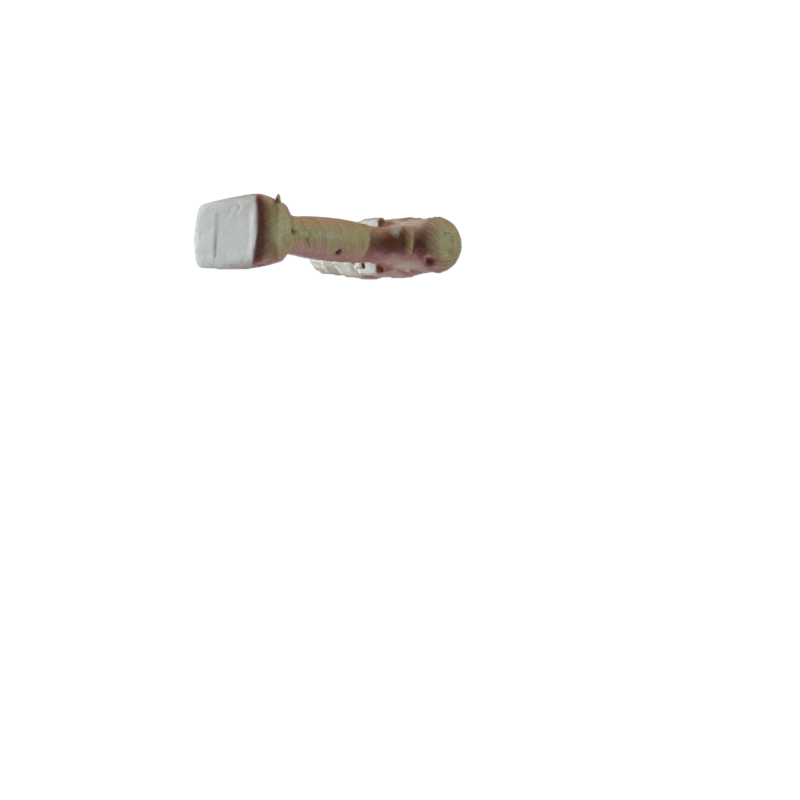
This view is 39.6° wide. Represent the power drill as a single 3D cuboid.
[{"bbox_3d":[-0.072,-0.131,0.919,0.180,0.058,0.191,-1,2,-37],"label":"power drill"}]
